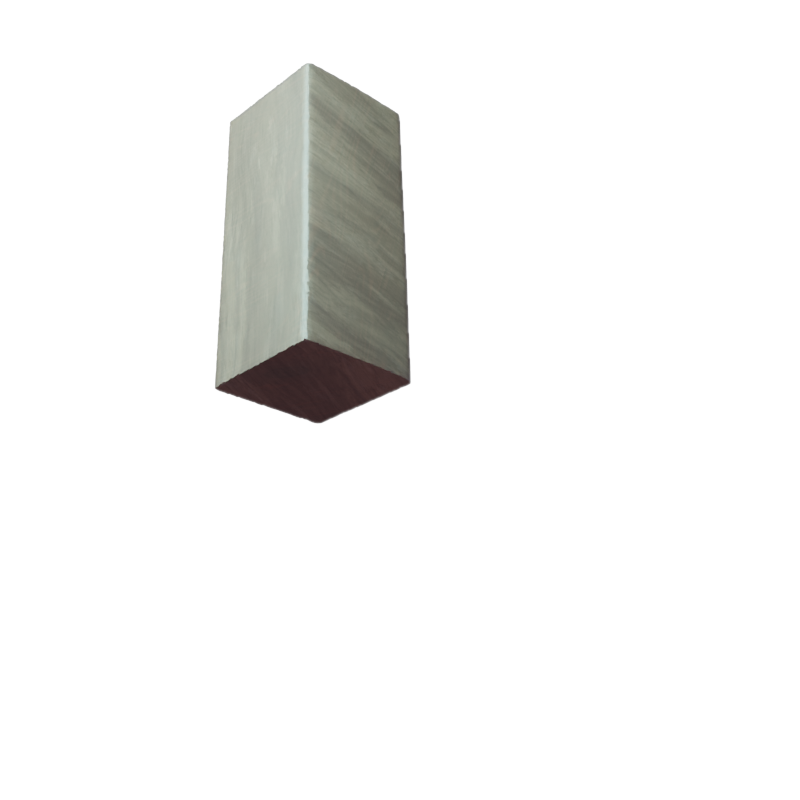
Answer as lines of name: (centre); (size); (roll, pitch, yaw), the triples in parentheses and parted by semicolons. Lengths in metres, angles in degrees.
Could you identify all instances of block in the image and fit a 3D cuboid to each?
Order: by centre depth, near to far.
block: (-0.057, -0.104, 0.731); (0.085, 0.219, 0.091); (23, -38, -38)
